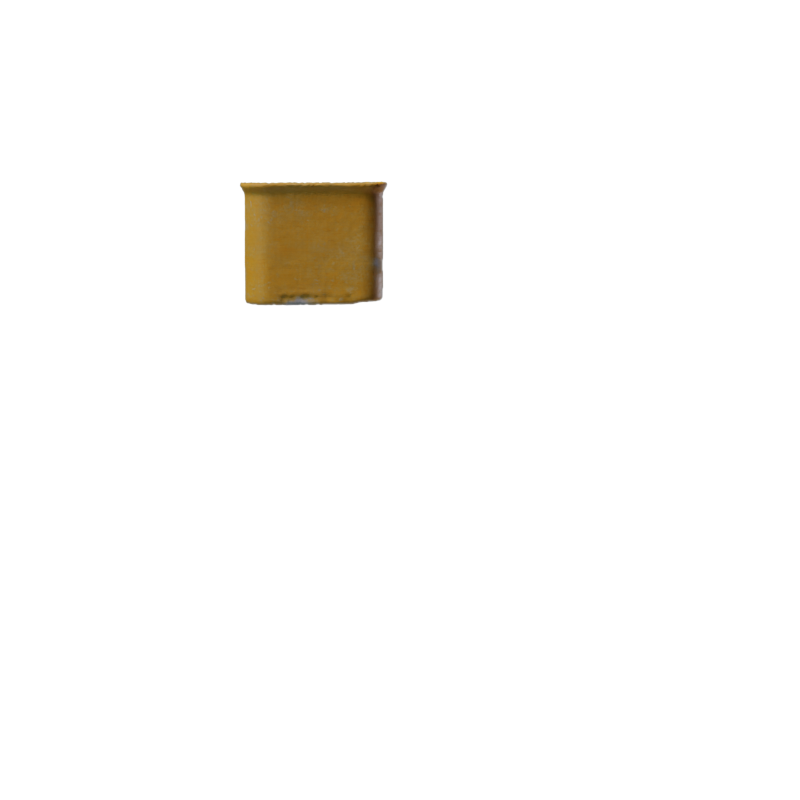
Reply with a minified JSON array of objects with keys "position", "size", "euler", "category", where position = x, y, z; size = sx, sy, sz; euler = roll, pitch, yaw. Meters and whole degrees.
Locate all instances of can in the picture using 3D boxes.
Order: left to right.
[{"position":[-0.061,-0.111,0.778],"size":[0.101,0.083,0.058],"euler":[0,6,-3],"category":"can"}]
